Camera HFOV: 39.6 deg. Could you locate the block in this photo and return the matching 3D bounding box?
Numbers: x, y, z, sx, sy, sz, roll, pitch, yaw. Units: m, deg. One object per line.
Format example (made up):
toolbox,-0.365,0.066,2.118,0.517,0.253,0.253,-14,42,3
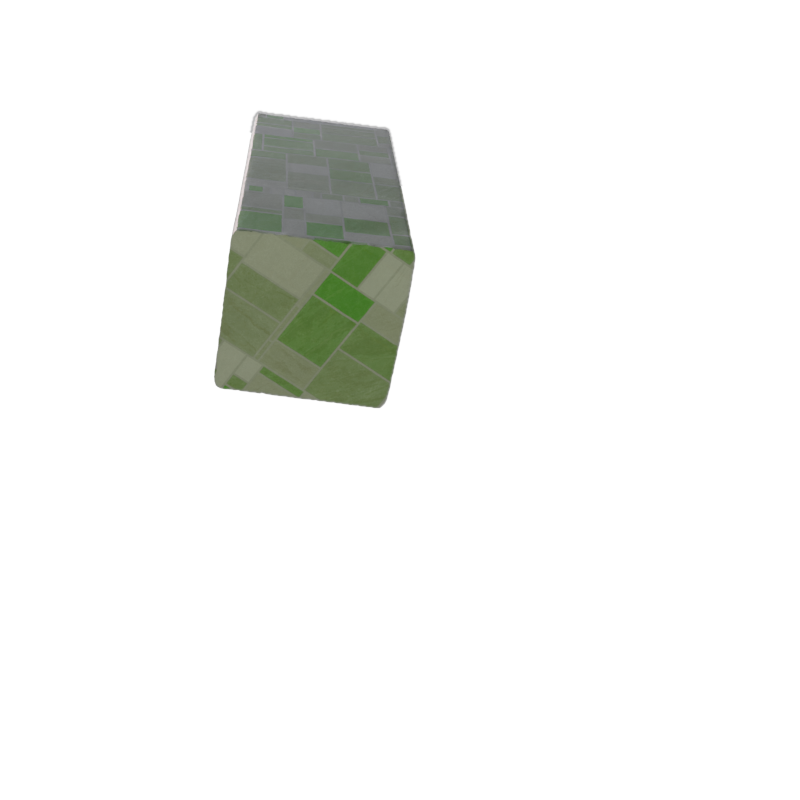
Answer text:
block,-0.050,-0.090,0.638,0.090,0.086,0.218,7,28,-7
